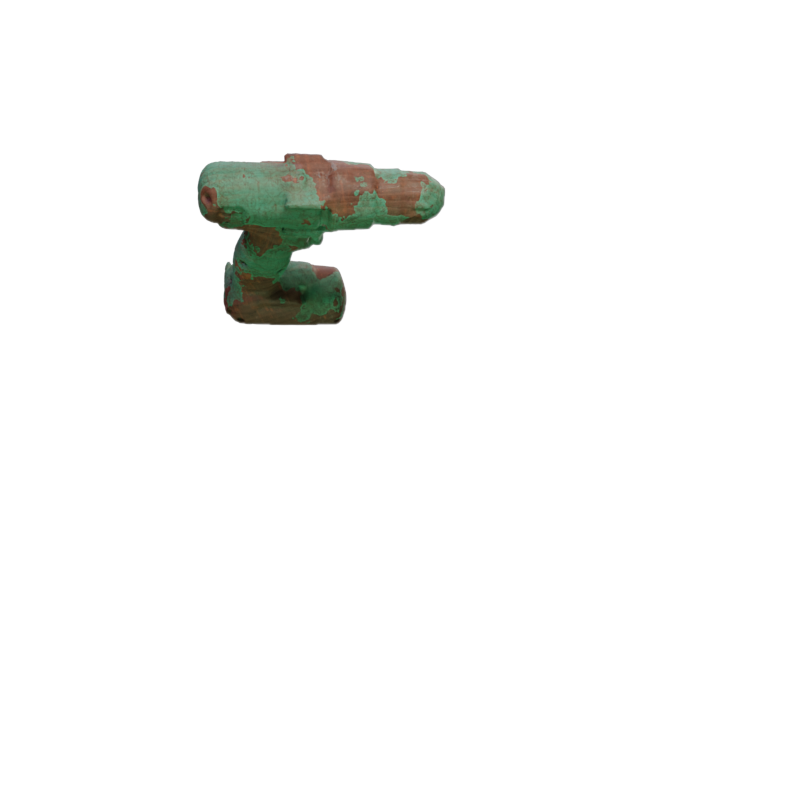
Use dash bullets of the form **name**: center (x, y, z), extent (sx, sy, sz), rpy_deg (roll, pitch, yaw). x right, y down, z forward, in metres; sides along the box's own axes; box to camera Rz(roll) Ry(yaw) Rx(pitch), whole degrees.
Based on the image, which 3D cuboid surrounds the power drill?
- **power drill**: center (-0.069, -0.126, 0.883), extent (0.183, 0.061, 0.178), rpy_deg (3, -28, -7)
